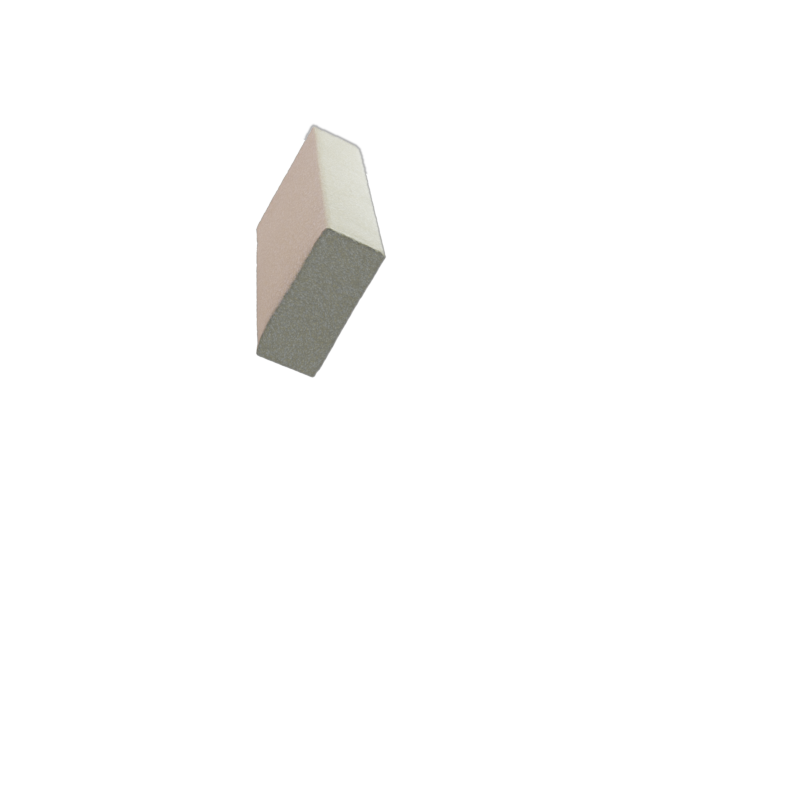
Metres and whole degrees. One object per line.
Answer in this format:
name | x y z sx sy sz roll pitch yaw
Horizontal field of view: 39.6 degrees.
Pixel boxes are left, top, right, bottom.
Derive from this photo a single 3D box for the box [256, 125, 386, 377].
box | -0.055 -0.101 0.708 0.046 0.091 0.187 25 25 -18
